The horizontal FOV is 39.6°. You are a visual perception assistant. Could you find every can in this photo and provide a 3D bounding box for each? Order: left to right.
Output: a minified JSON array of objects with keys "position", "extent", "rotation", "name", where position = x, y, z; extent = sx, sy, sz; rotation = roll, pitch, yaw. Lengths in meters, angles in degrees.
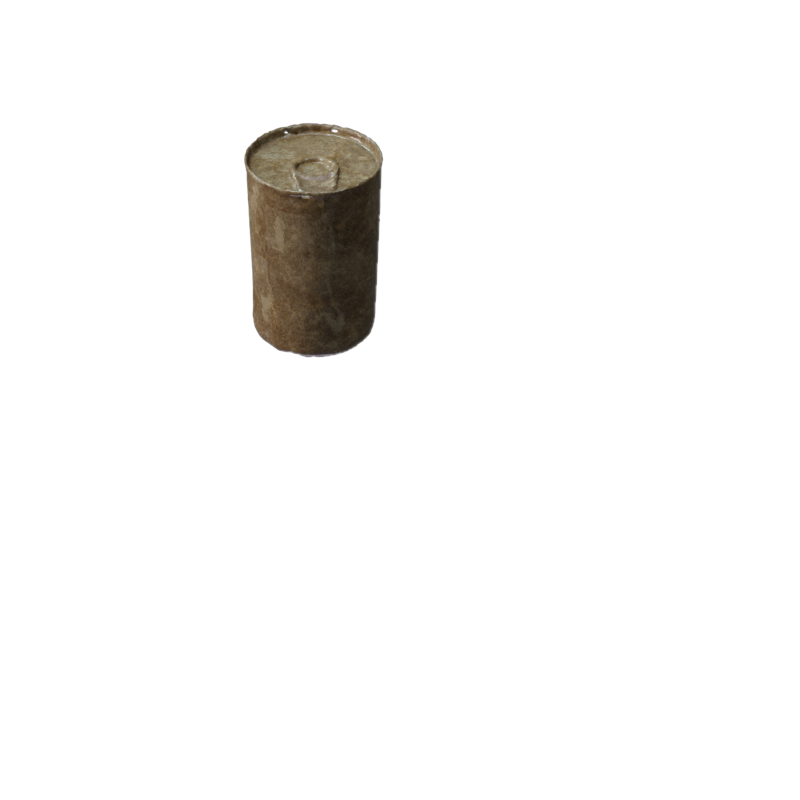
[{"position":[-0.045,-0.081,0.569],"extent":[0.068,0.095,0.073],"rotation":[0,38,-3],"name":"can"}]
